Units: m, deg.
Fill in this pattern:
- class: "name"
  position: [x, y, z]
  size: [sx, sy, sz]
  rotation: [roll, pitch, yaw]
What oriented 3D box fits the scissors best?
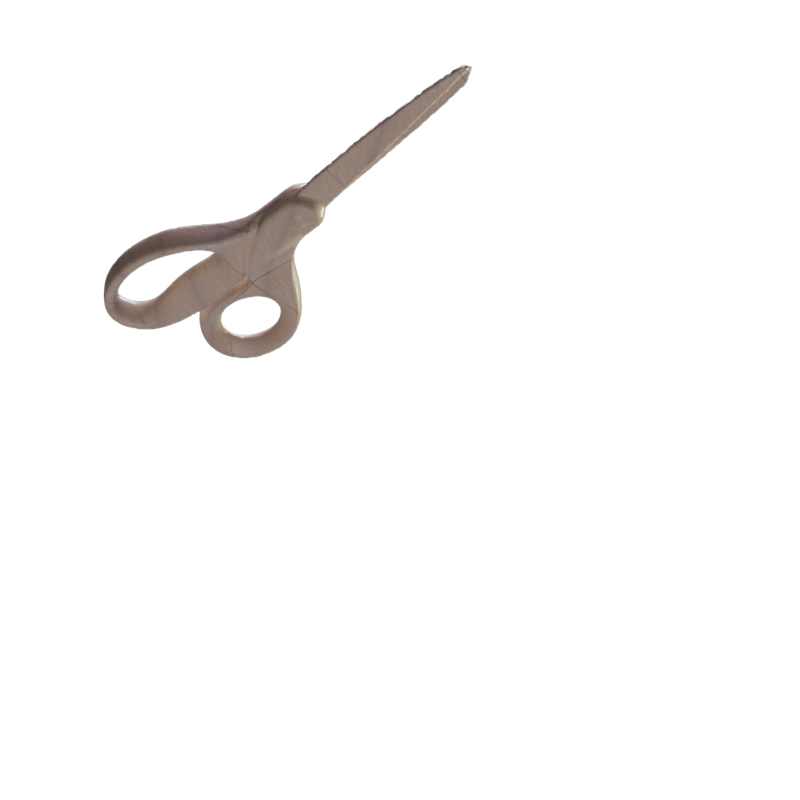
- class: "scissors"
  position: [-0.036, -0.066, 0.465]
  size: [0.203, 0.017, 0.089]
  rotation: [-20, -40, 27]
